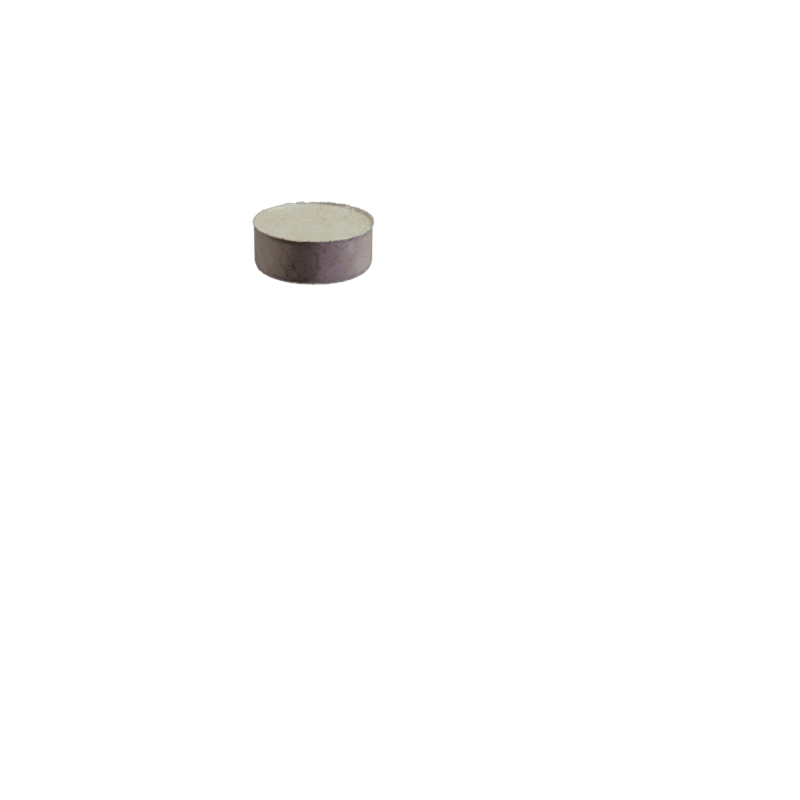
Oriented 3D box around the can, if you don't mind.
[{"bbox_3d":[-0.062,-0.113,0.788,0.086,0.032,0.091,-1,26,-2],"label":"can"}]
